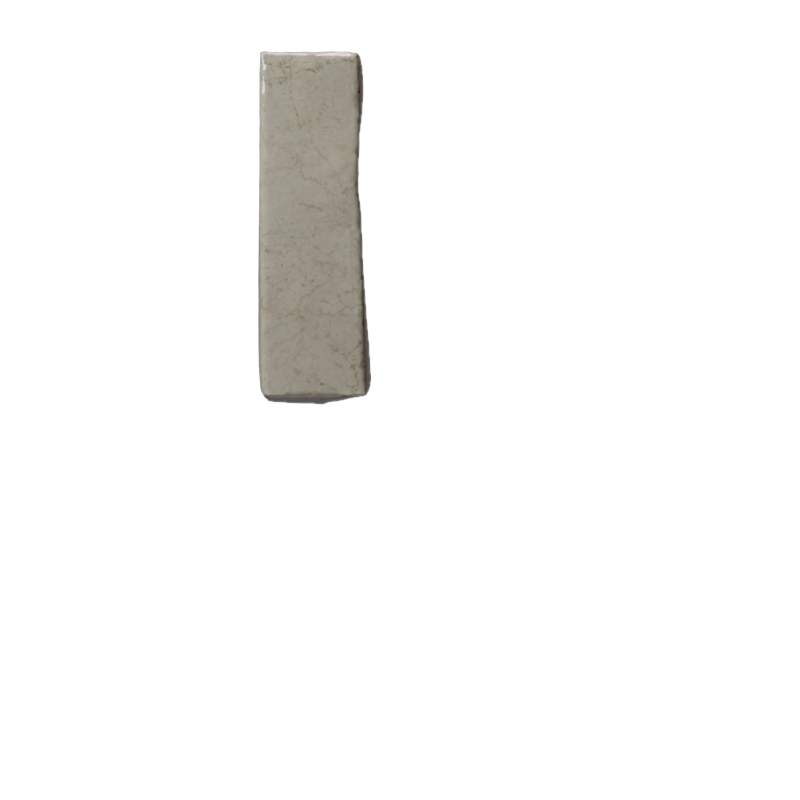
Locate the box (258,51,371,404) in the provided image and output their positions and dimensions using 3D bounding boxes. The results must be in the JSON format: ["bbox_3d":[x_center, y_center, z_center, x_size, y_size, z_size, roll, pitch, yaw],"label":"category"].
[{"bbox_3d":[-0.058,-0.106,0.745,0.071,0.218,0.162,0,-6,-4],"label":"box"}]
